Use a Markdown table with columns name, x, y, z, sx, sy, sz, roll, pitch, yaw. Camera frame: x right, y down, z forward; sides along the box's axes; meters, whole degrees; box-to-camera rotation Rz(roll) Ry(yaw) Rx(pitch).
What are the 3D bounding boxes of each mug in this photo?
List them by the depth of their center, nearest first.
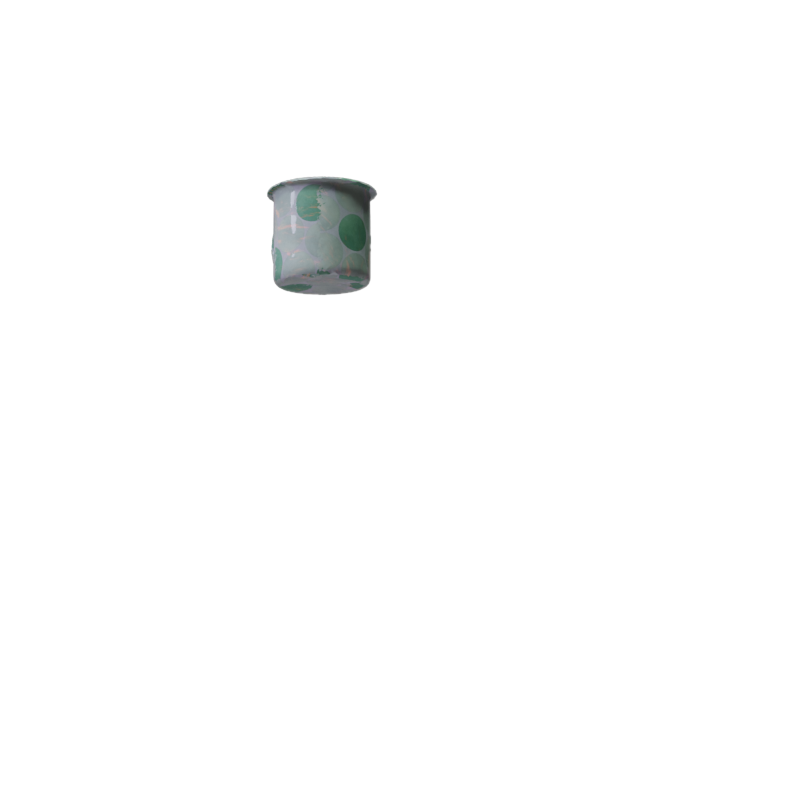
| name | x | y | z | sx | sy | sz | roll | pitch | yaw |
| --- | --- | --- | --- | --- | --- | --- | --- | --- | --- |
| mug | -0.074 | -0.134 | 0.940 | 0.089 | 0.084 | 0.119 | 8 | -12 | -39 |
